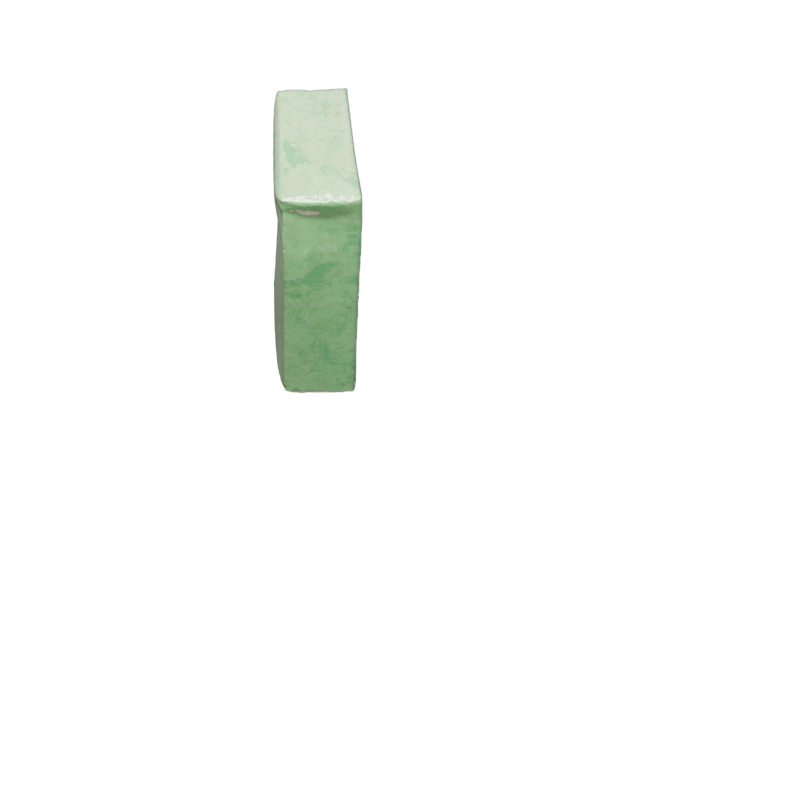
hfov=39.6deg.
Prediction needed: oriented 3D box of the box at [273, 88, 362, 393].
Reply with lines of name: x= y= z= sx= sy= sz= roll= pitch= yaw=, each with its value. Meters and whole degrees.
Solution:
box: x=-0.075 y=-0.137 z=0.963 sx=0.071 sy=0.199 sz=0.177 roll=-2 pitch=43 yaw=-6
